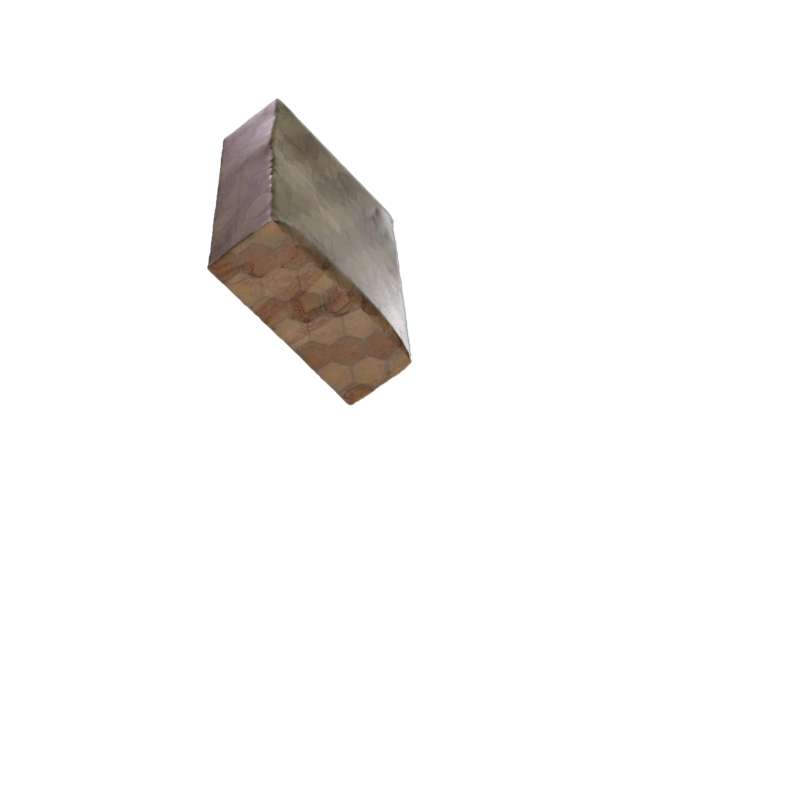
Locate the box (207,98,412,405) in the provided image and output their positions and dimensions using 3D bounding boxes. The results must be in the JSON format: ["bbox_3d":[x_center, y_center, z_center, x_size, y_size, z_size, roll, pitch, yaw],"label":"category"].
[{"bbox_3d":[-0.069,-0.126,0.882,0.071,0.154,0.228,-35,30,20],"label":"box"}]
